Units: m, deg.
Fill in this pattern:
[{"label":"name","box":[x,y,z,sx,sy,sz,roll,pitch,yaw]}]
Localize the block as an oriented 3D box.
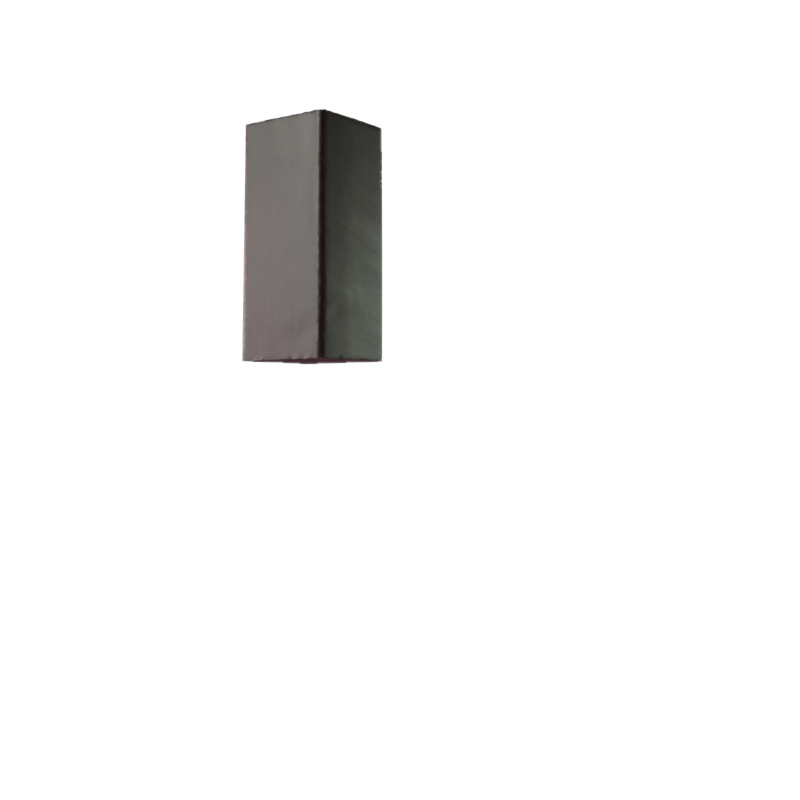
[{"label":"block","box":[-0.075,-0.137,0.960,0.093,0.210,0.086,-6,-9,36]}]
